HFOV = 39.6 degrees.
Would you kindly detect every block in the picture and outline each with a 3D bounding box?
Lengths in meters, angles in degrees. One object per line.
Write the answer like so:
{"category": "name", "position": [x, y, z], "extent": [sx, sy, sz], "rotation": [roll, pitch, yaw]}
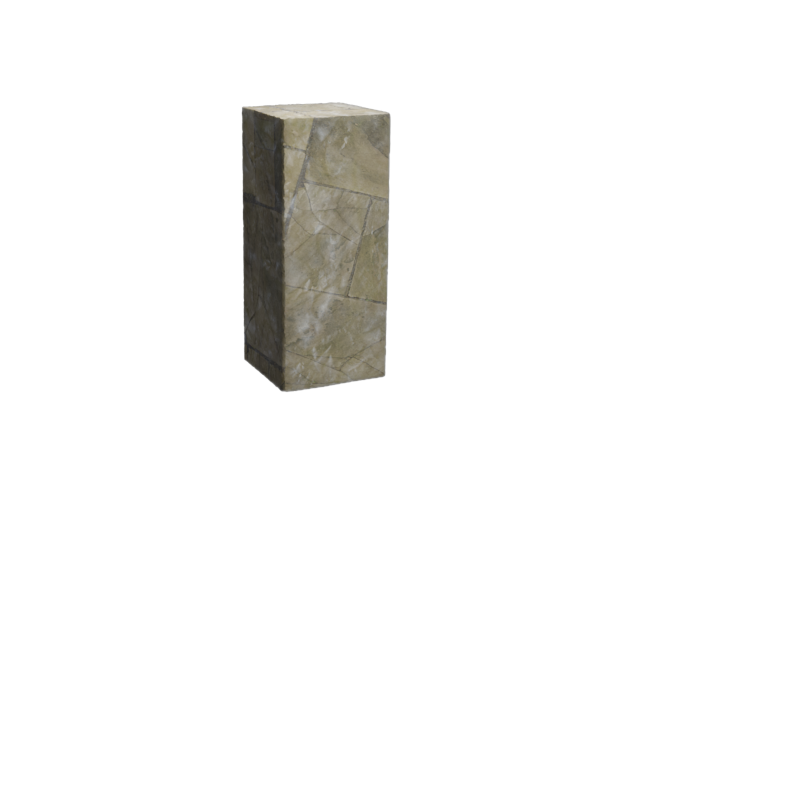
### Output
{"category": "block", "position": [-0.067, -0.123, 0.862], "extent": [0.088, 0.200, 0.096], "rotation": [-6, 16, -26]}
